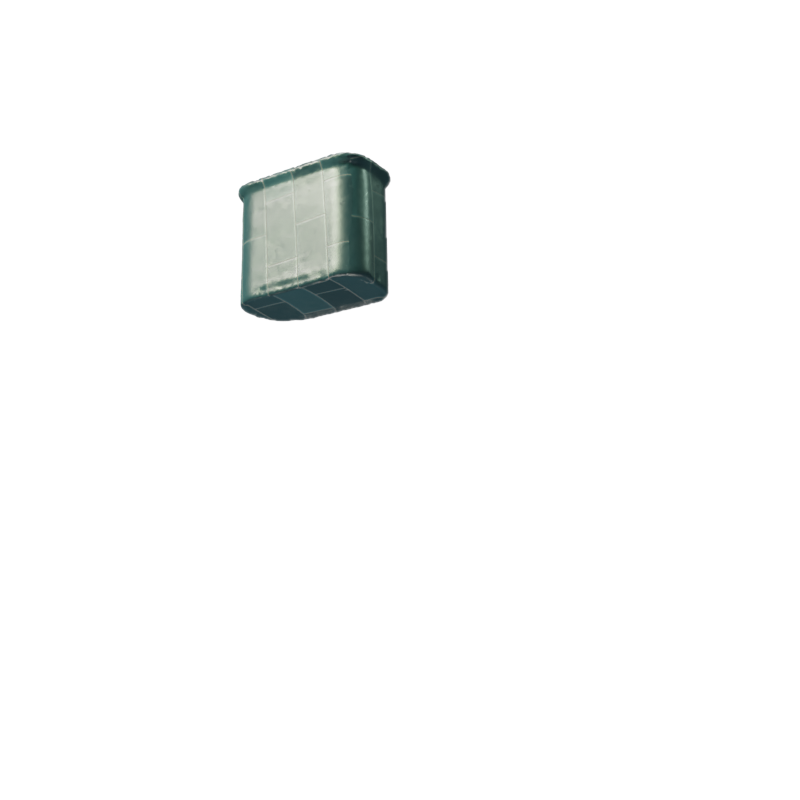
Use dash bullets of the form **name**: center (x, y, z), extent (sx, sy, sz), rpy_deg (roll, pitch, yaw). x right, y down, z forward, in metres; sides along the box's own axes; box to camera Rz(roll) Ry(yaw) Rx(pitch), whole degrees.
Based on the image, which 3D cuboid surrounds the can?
- **can**: center (-0.056, -0.103, 0.719), extent (0.104, 0.088, 0.054), rpy_deg (-13, -25, 30)
